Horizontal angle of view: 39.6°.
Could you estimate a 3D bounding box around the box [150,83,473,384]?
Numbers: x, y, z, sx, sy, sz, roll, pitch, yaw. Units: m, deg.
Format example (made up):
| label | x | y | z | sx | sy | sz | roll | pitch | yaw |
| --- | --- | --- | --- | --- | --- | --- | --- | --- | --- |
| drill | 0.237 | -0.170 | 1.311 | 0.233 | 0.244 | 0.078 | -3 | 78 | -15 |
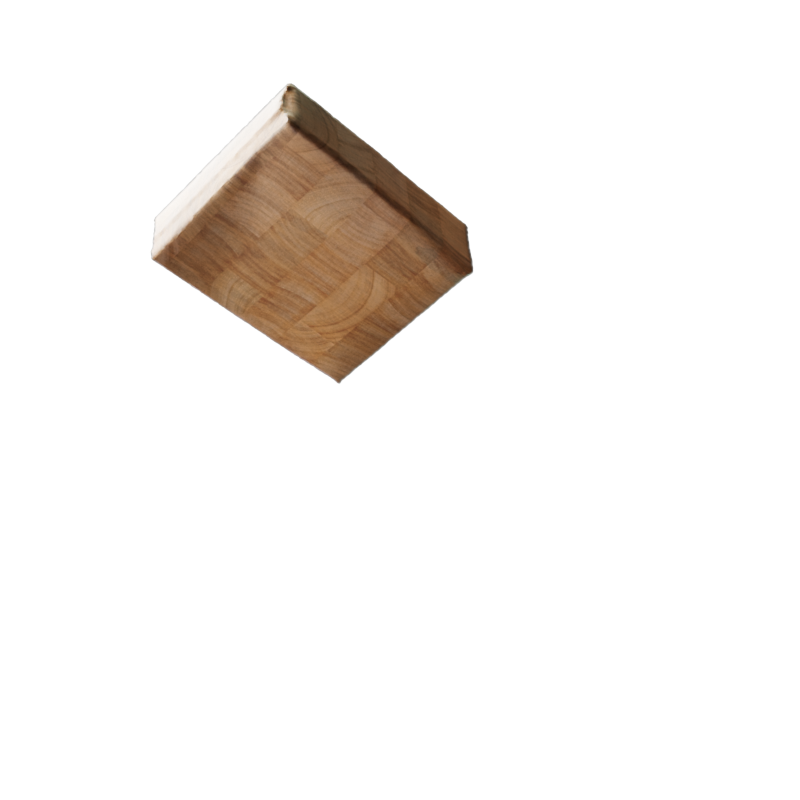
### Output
| label | x | y | z | sx | sy | sz | roll | pitch | yaw |
| --- | --- | --- | --- | --- | --- | --- | --- | --- | --- |
| box | -0.038 | -0.069 | 0.483 | 0.107 | 0.042 | 0.089 | 37 | -62 | -25 |
